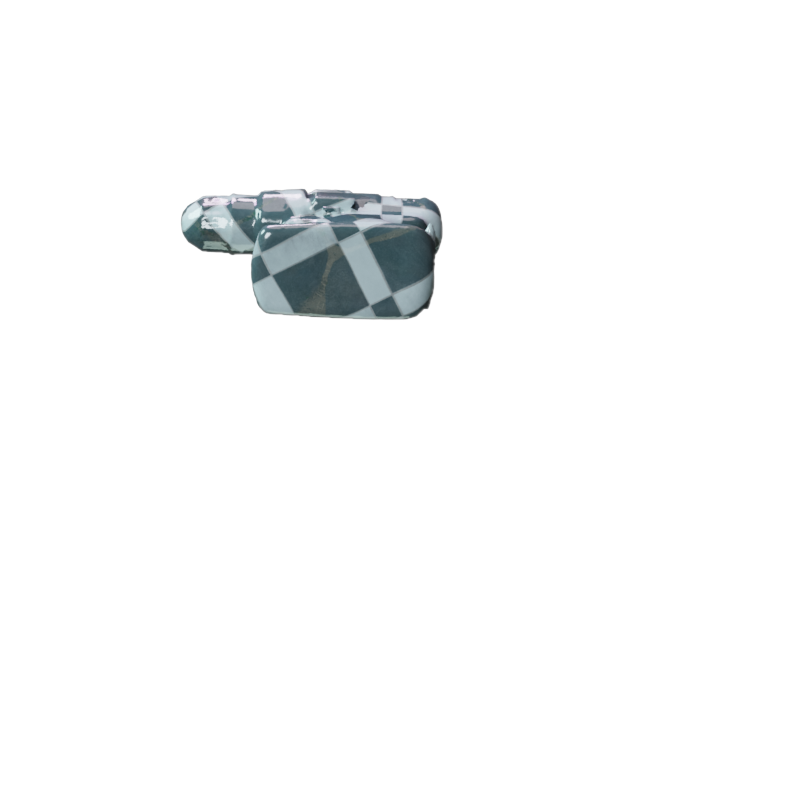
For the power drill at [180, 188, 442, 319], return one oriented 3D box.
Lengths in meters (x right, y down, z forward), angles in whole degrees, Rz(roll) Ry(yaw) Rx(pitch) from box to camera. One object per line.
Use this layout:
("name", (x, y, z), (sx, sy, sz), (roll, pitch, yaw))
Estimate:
("power drill", (-0.056, -0.103, 0.718), (0.184, 0.055, 0.195), (-1, 19, -3))
